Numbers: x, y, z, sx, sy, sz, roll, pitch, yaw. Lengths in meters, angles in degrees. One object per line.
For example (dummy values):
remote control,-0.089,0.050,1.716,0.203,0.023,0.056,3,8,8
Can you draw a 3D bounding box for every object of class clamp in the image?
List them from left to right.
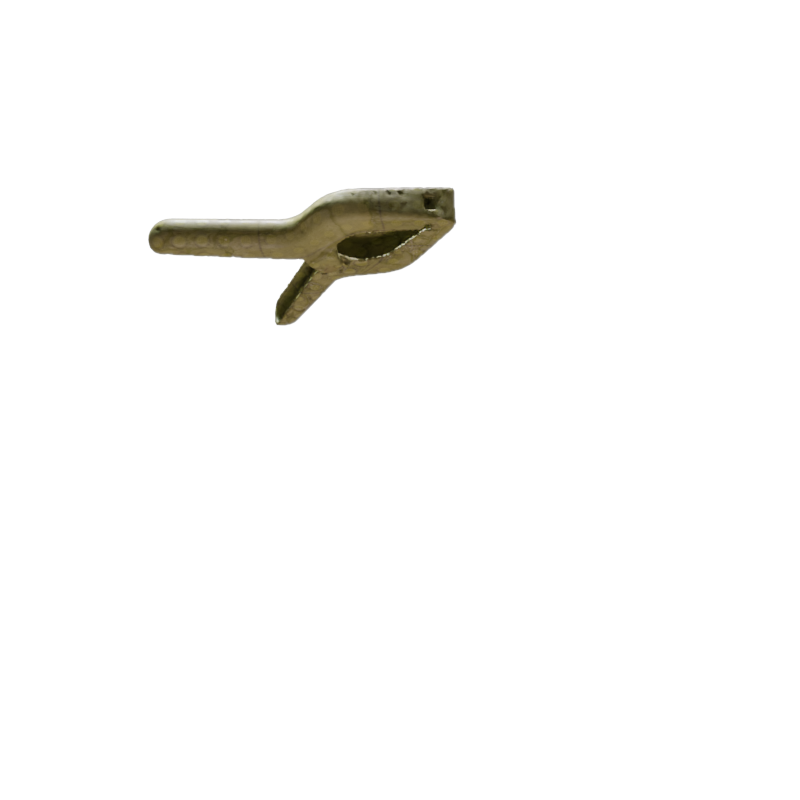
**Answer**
clamp,-0.061,-0.112,0.784,0.213,0.038,0.154,-16,-27,36
